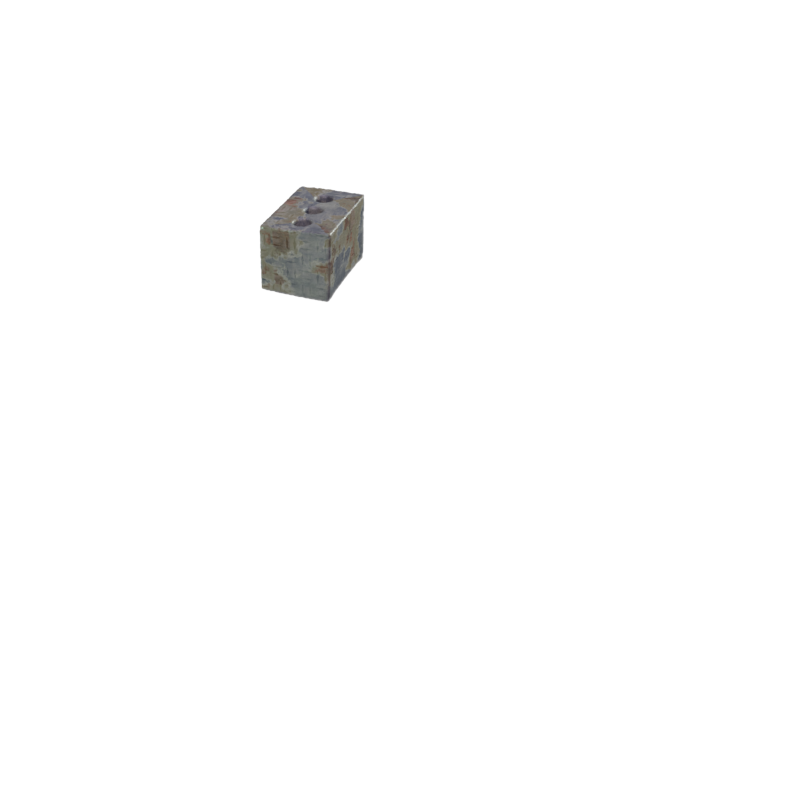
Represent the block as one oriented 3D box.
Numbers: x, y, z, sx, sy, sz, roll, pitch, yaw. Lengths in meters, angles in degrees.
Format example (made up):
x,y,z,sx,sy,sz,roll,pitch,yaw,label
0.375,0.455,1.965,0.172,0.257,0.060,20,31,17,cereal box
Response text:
x,y,z,sx,sy,sz,roll,pitch,yaw,label
-0.062,-0.113,0.794,0.054,0.048,0.081,9,32,14,block
